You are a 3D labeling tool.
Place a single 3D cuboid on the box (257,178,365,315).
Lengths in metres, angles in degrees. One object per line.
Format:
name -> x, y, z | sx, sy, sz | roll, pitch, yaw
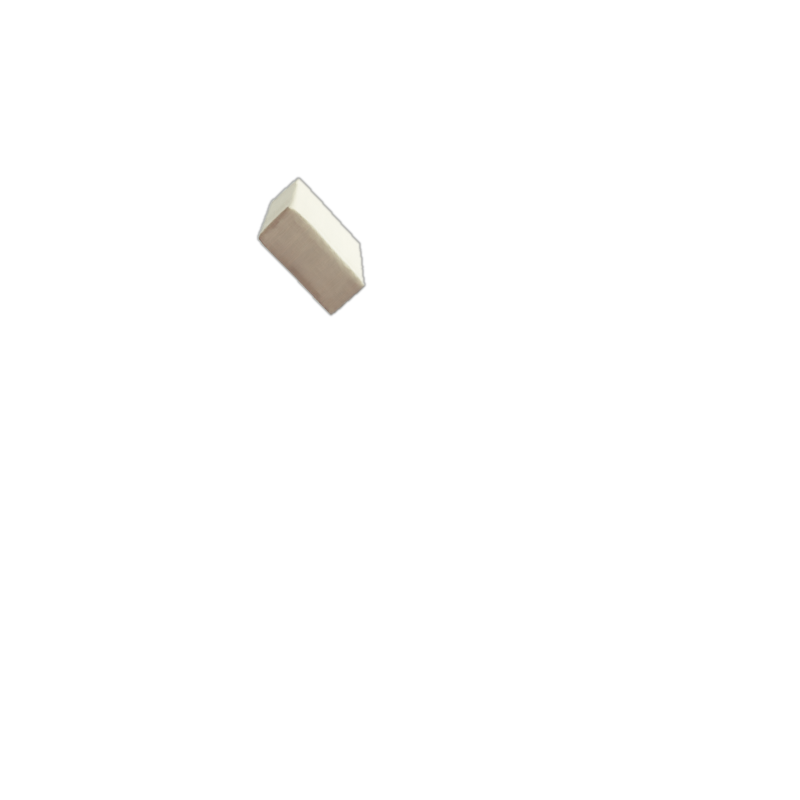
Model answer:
box -> -0.078, -0.141, 0.992 | 0.048, 0.091, 0.182 | -42, 13, 8
